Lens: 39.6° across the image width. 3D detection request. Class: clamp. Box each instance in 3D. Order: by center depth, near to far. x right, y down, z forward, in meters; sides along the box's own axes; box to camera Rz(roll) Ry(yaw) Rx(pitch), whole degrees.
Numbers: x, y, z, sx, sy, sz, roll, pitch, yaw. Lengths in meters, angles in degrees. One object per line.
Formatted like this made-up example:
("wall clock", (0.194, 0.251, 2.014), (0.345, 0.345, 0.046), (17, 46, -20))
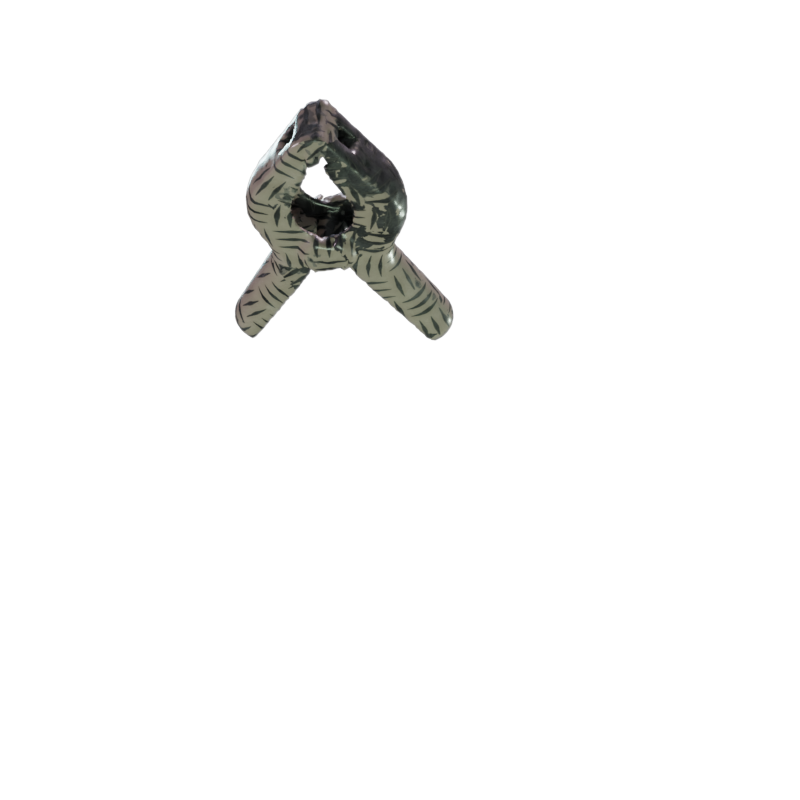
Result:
("clamp", (-0.045, -0.081, 0.568), (0.121, 0.042, 0.158), (-8, -39, 10))
